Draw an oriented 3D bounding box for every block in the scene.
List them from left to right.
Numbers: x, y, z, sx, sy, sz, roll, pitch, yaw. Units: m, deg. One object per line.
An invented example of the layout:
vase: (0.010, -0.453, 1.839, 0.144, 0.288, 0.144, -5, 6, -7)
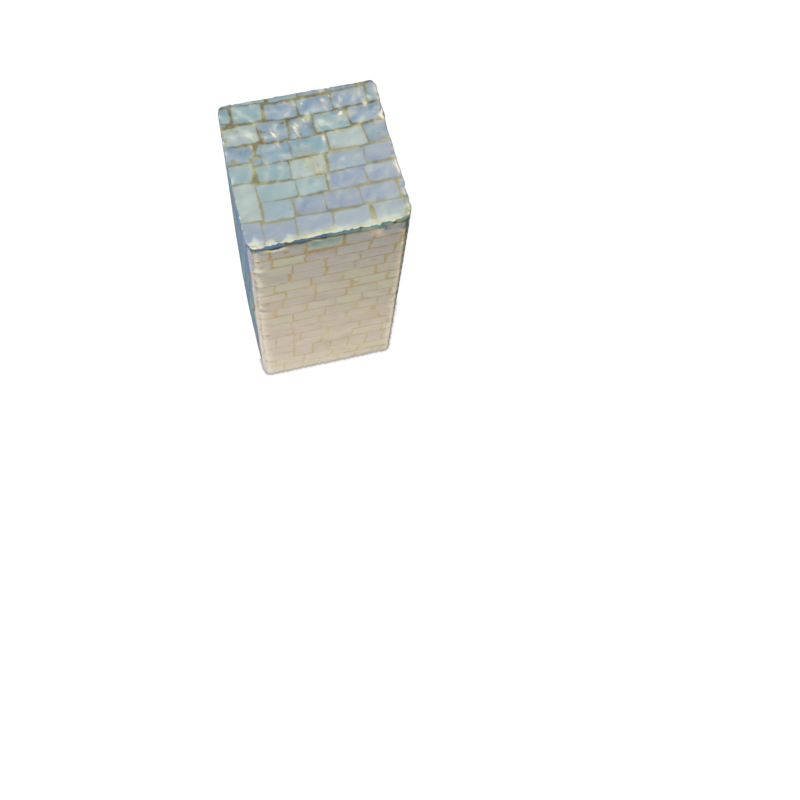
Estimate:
block: (-0.053, -0.096, 0.680, 0.090, 0.095, 0.197, -11, -18, -8)
